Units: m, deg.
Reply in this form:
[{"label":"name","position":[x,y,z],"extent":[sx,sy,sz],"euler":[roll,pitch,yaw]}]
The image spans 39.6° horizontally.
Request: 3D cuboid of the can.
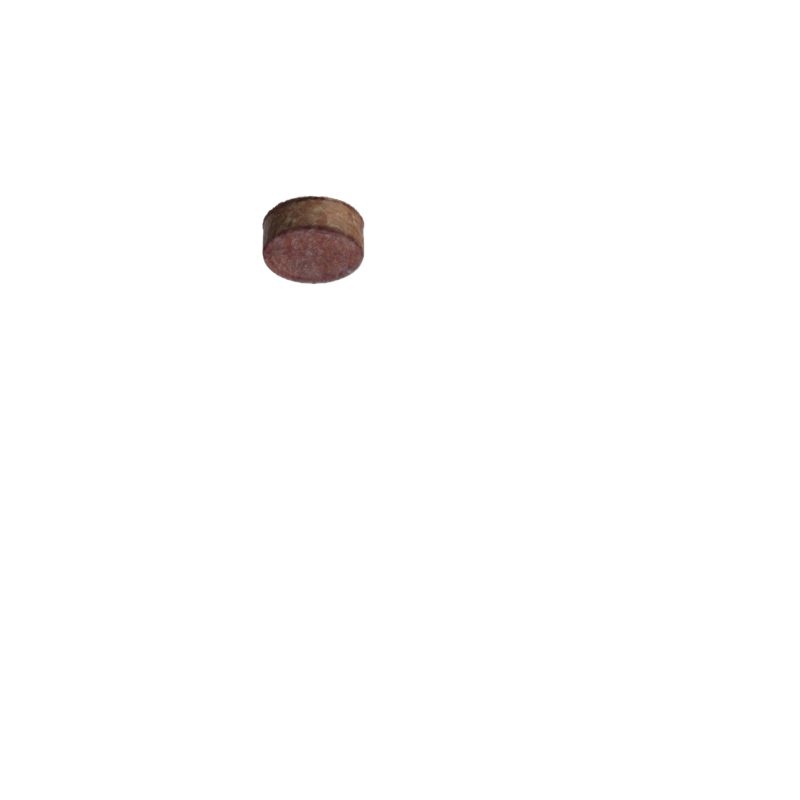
[{"label":"can","position":[-0.072,-0.132,0.924],"extent":[0.086,0.036,0.081],"euler":[1,-28,-2]}]
